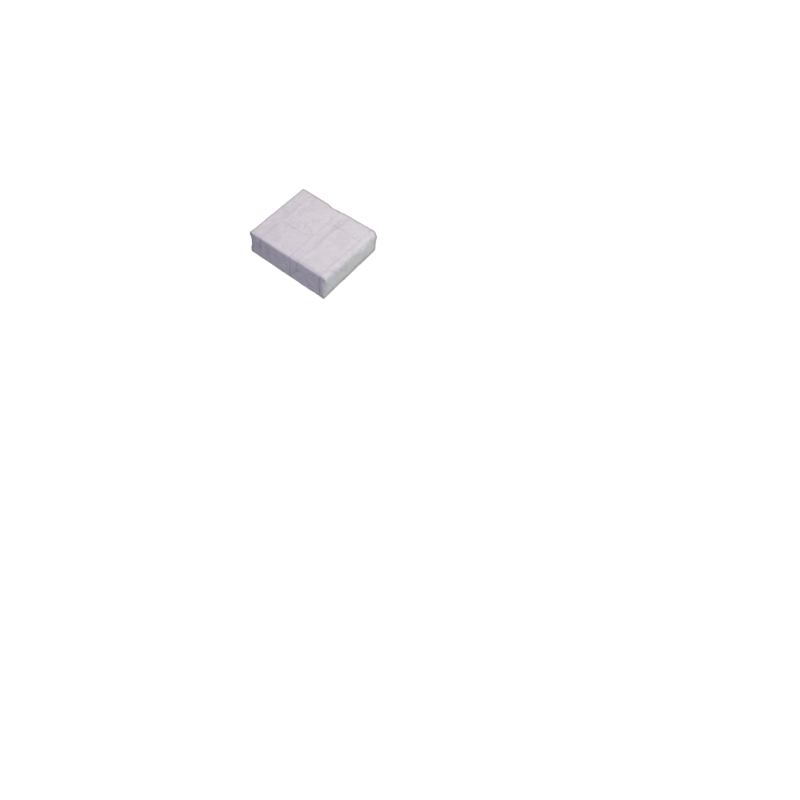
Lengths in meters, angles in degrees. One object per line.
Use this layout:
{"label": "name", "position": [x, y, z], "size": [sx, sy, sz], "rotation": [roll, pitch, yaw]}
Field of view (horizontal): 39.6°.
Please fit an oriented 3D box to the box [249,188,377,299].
{"label": "box", "position": [-0.077, -0.141, 0.991], "size": [0.094, 0.028, 0.074], "rotation": [33, 58, 23]}
